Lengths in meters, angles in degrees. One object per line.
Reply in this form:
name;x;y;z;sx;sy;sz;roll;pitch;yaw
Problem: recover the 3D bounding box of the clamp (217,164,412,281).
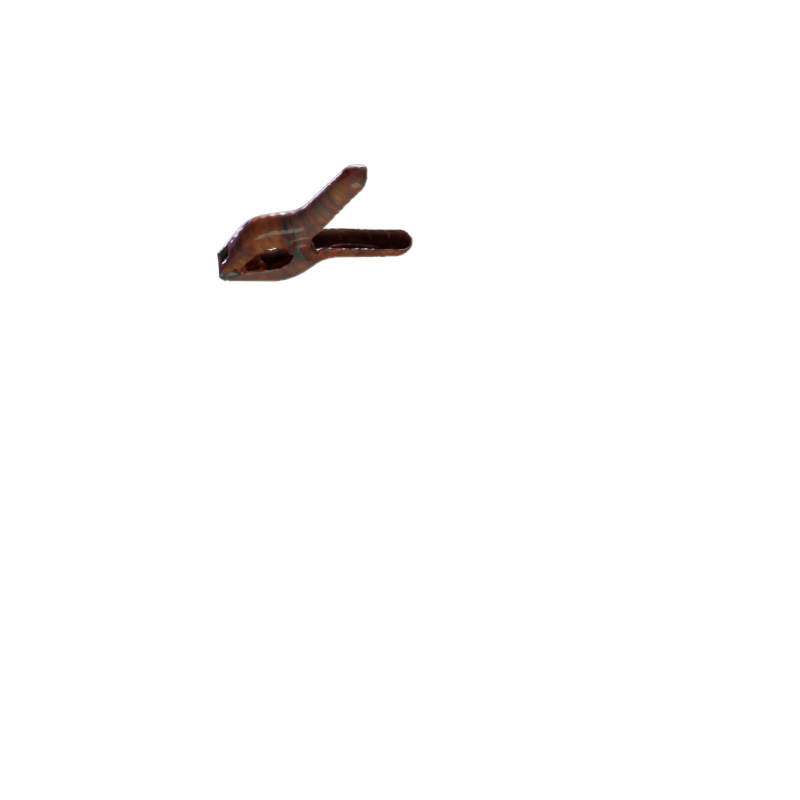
clamp;-0.076;-0.139;0.972;0.173;0.042;0.111;-20;-41;24
